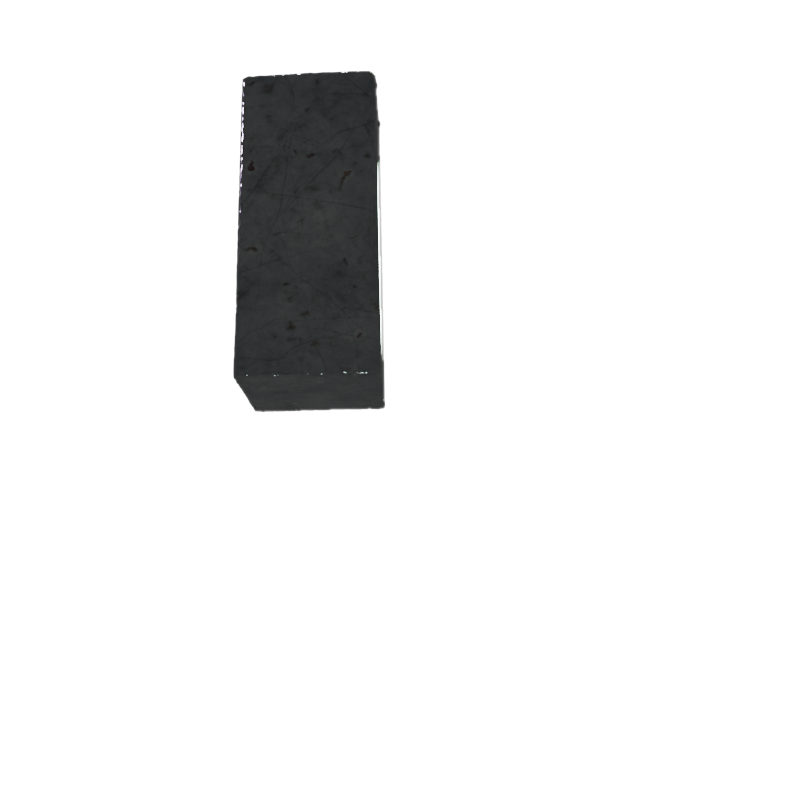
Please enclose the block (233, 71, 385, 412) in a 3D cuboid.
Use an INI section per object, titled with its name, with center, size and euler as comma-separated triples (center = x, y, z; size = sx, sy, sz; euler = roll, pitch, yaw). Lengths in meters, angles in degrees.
[block]
center = -0.057, -0.105, 0.735
size = 0.090, 0.216, 0.086
euler = -2, -20, 2
